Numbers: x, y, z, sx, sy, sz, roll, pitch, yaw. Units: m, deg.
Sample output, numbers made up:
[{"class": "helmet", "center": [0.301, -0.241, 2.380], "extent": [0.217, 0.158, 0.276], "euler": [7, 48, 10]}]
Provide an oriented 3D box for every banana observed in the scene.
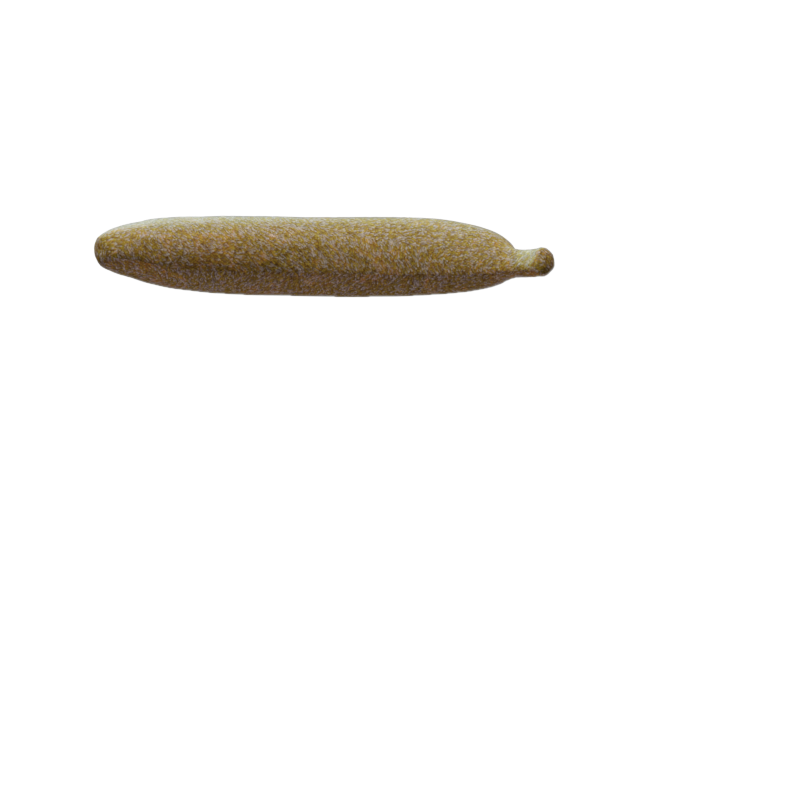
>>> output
[{"class": "banana", "center": [-0.035, -0.068, 0.505], "extent": [0.198, 0.038, 0.068], "euler": [0, -7, 1]}]
